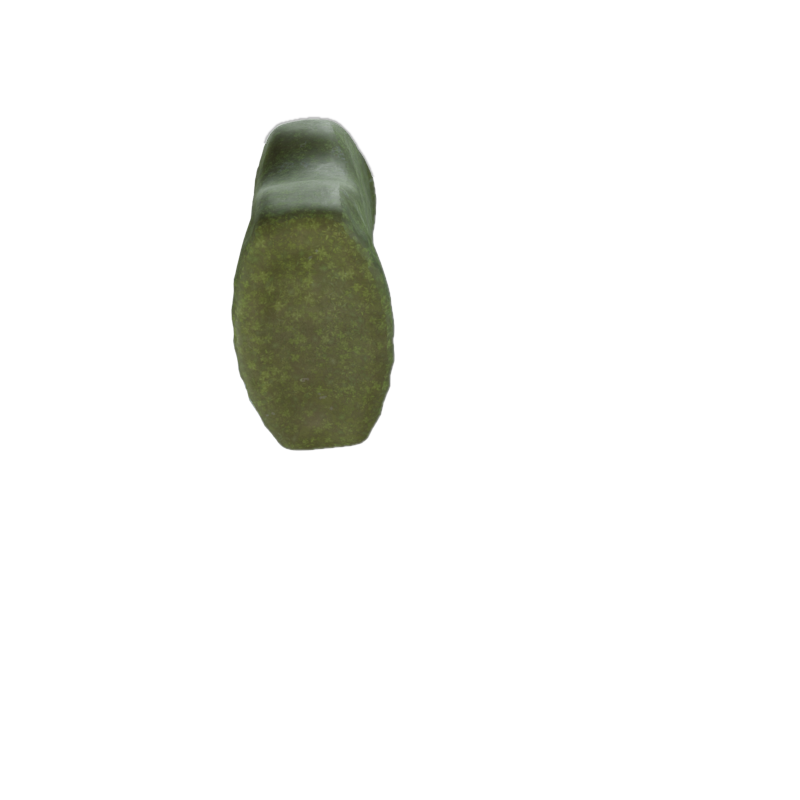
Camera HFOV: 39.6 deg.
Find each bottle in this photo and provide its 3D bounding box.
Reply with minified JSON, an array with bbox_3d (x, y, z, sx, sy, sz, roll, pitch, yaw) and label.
[{"bbox_3d":[-0.037,-0.068,0.476,0.058,0.091,0.203,-7,28,0],"label":"bottle"}]
